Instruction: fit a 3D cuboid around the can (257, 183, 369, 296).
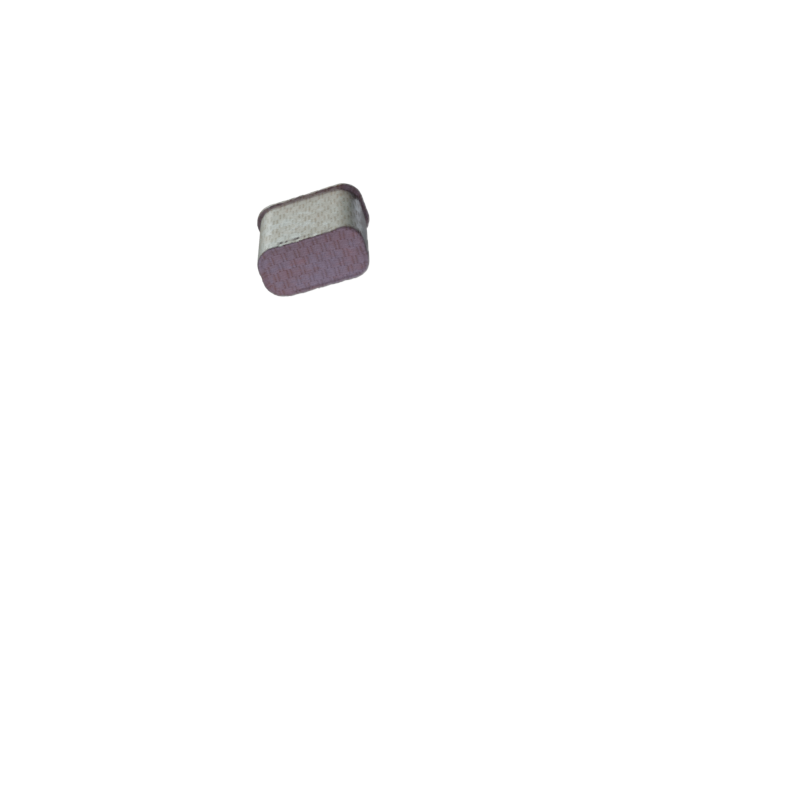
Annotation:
[{"bbox_3d":[-0.078,-0.142,0.994,0.102,0.054,0.089,-16,33,8],"label":"can"}]
